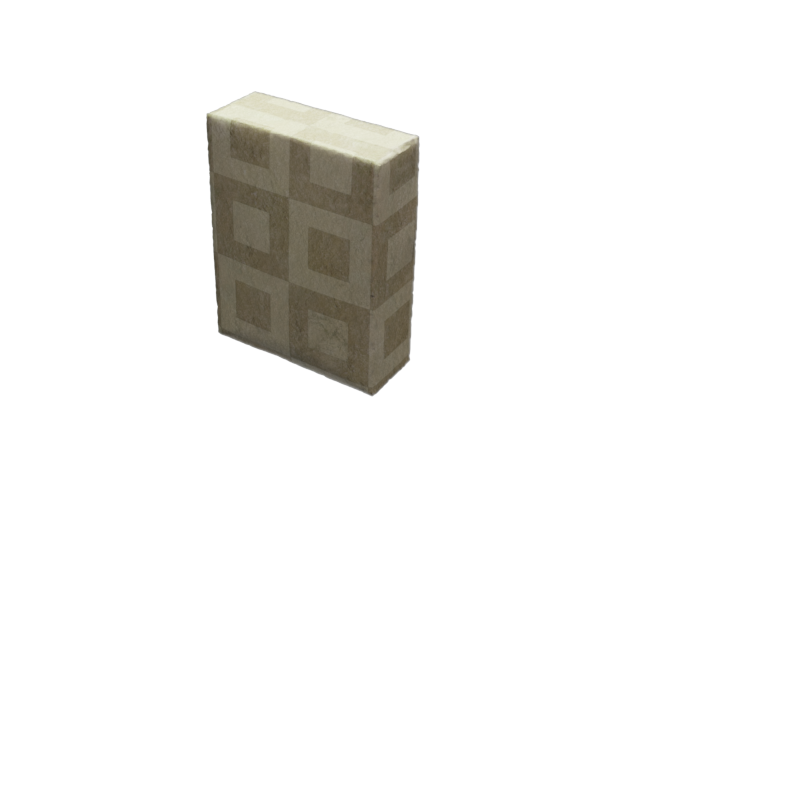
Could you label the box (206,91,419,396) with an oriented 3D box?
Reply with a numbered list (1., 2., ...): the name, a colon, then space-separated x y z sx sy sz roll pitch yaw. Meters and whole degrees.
1. box: -0.071 -0.130 0.909 0.173 0.201 0.073 22 37 27
